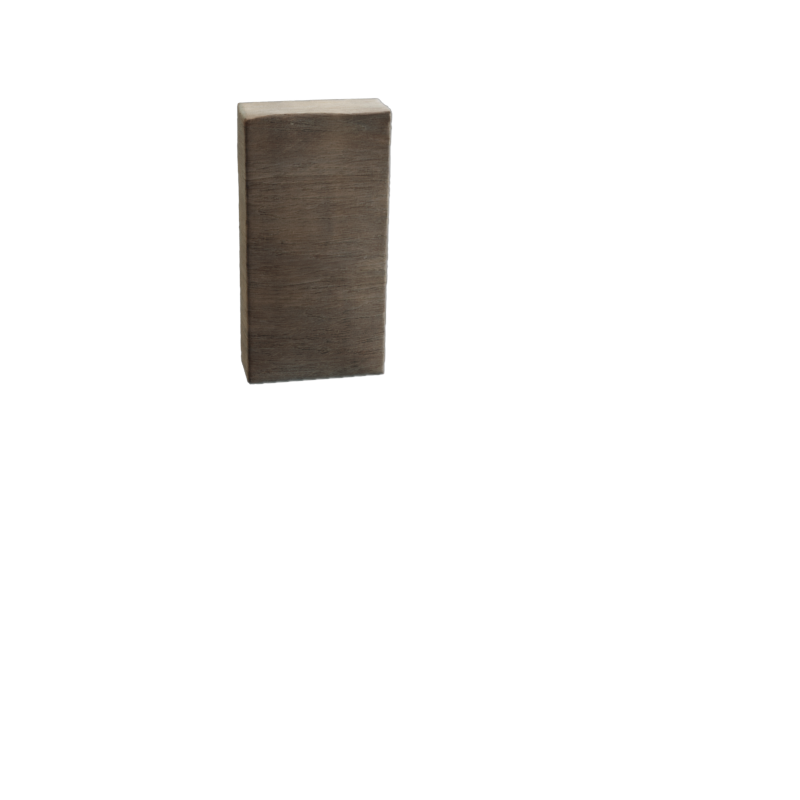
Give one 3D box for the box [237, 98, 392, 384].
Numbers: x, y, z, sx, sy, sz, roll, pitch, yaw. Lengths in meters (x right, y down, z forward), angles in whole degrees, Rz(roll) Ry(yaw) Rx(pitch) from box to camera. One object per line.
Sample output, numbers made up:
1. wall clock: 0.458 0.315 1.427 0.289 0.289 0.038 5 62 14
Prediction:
1. box: -0.055 -0.100 0.702 0.092 0.168 0.051 -4 23 -12
